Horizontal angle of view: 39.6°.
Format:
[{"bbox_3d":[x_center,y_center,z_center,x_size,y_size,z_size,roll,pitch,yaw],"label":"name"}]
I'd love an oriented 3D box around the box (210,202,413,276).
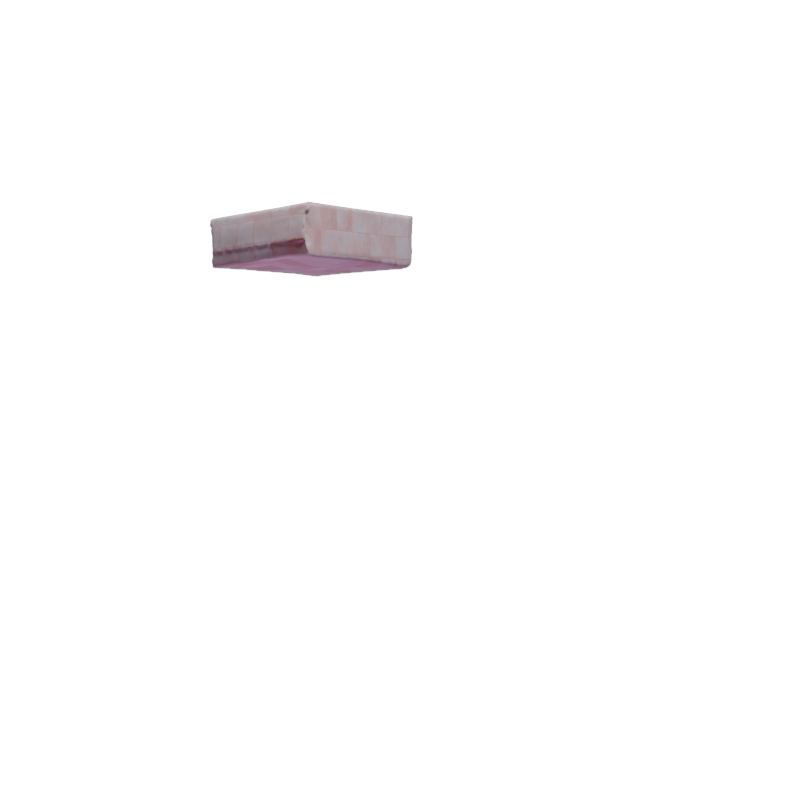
[{"bbox_3d":[-0.059,-0.108,0.754,0.093,0.039,0.108,-1,-1,39],"label":"box"}]
